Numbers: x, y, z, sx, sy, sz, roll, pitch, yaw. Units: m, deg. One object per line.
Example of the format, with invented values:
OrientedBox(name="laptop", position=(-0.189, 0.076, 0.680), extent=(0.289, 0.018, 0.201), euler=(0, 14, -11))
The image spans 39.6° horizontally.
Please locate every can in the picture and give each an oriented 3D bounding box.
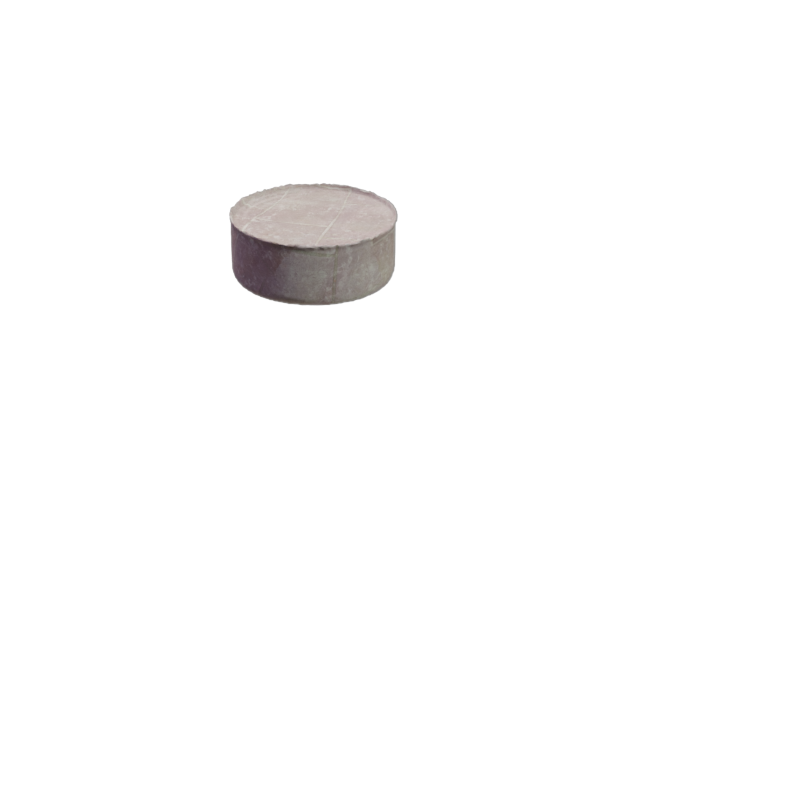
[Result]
OrientedBox(name="can", position=(-0.045, -0.081, 0.570), extent=(0.086, 0.032, 0.091), euler=(-1, 29, -2))
